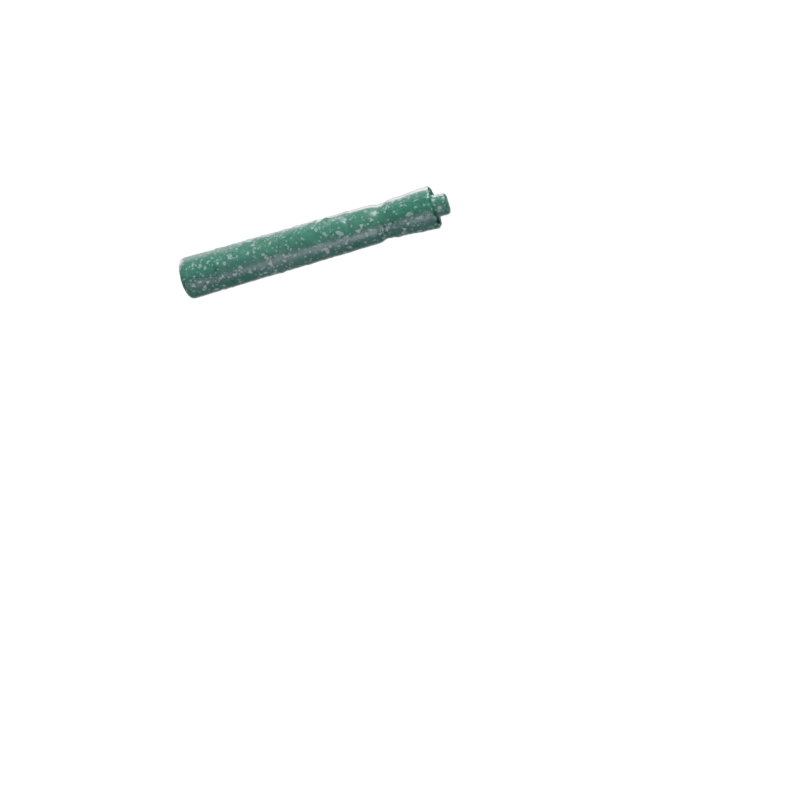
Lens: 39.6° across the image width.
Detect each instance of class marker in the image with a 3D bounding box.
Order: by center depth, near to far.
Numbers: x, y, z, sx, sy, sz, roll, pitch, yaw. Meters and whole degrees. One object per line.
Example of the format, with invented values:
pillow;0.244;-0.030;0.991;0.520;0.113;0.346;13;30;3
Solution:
marker;-0.037;-0.068;0.479;0.122;0.020;0.019;-14;1;14
